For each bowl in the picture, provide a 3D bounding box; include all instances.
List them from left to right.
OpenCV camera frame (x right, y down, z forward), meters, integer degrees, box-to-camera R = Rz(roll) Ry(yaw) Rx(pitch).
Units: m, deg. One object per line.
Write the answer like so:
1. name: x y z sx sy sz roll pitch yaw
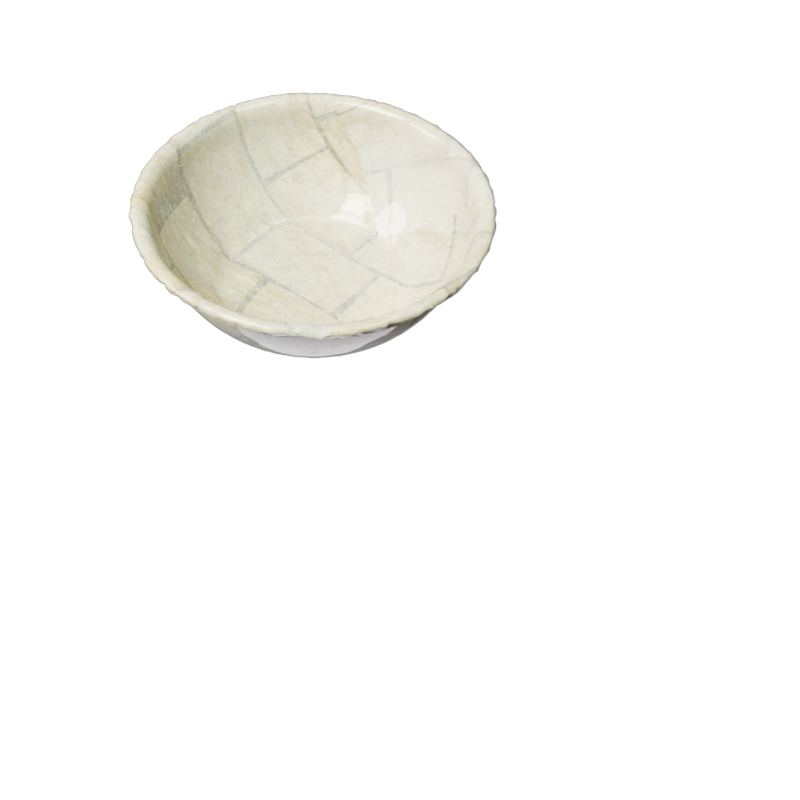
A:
1. bowl: -0.040 -0.072 0.508 0.162 0.174 0.051 -1 -42 -1
